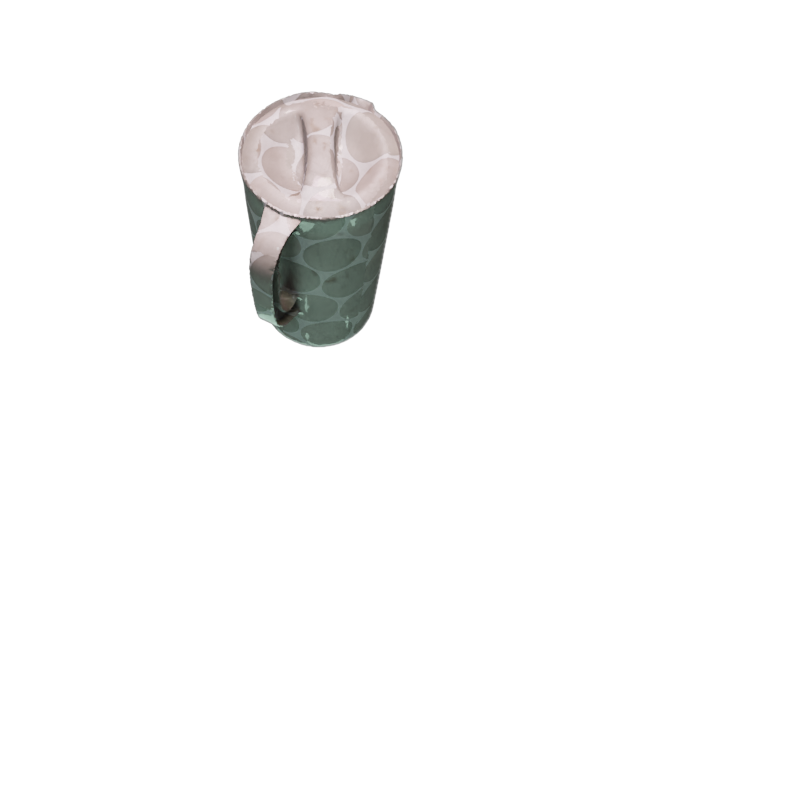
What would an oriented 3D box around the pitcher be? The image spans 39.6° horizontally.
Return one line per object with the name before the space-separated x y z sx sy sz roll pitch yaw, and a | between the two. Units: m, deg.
pitcher | -0.077 -0.140 0.983 0.148 0.155 0.228 -17 -28 -12
